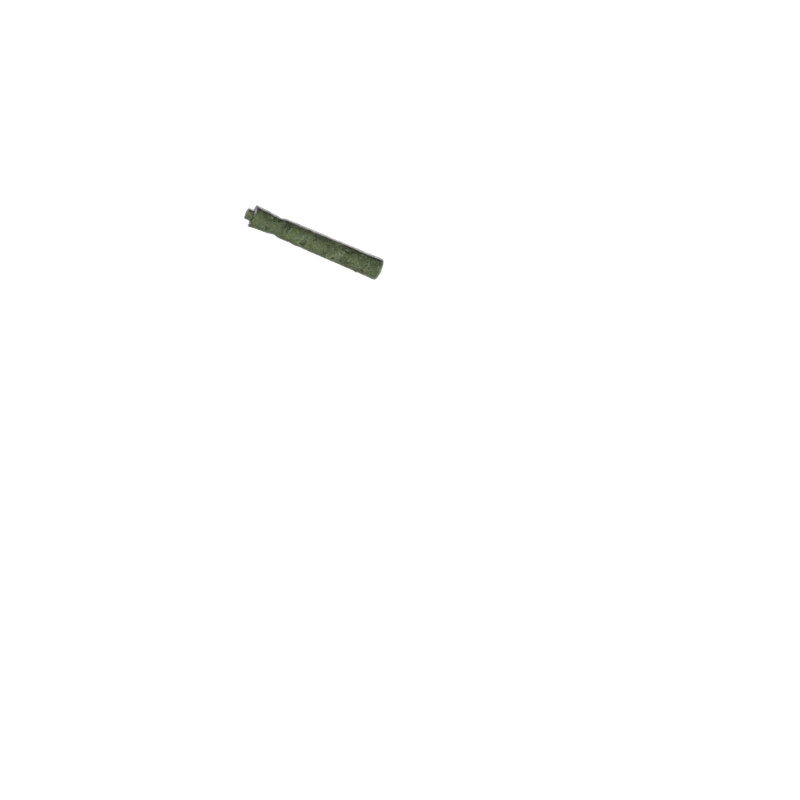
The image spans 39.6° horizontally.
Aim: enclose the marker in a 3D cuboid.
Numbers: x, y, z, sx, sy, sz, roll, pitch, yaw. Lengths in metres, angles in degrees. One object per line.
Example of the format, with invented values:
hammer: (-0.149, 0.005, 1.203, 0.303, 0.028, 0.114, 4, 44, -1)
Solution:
marker: (-0.071, -0.130, 0.910, 0.118, 0.020, 0.020, 22, -1, -11)
